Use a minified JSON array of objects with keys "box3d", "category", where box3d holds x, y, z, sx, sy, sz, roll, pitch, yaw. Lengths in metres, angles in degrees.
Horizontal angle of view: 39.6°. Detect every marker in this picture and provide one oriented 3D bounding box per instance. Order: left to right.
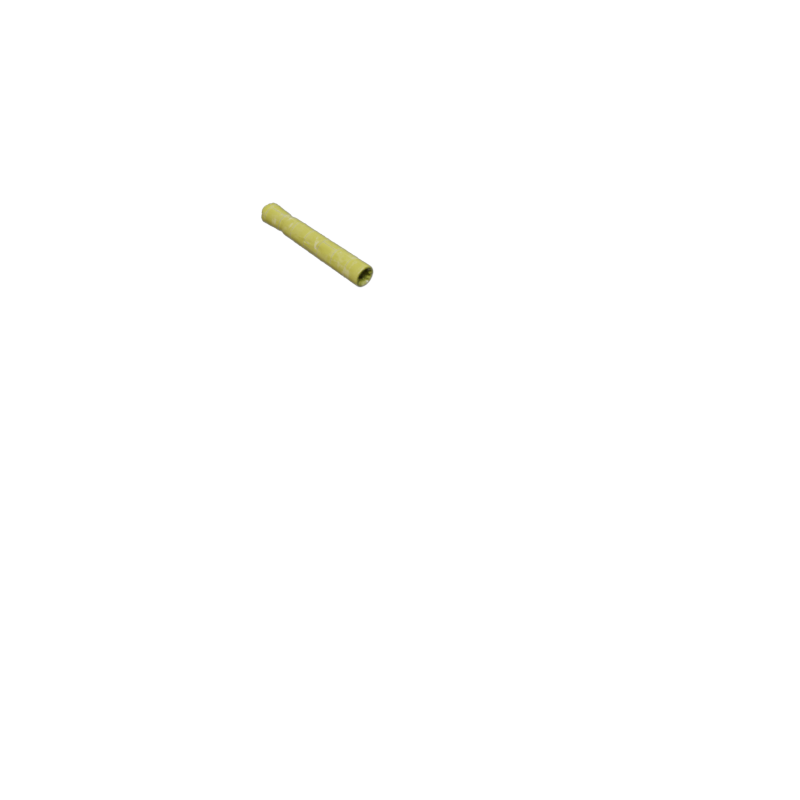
[{"box3d":[-0.069,-0.126,0.885,0.019,0.019,0.130,-3,32,-48],"category":"marker"}]
